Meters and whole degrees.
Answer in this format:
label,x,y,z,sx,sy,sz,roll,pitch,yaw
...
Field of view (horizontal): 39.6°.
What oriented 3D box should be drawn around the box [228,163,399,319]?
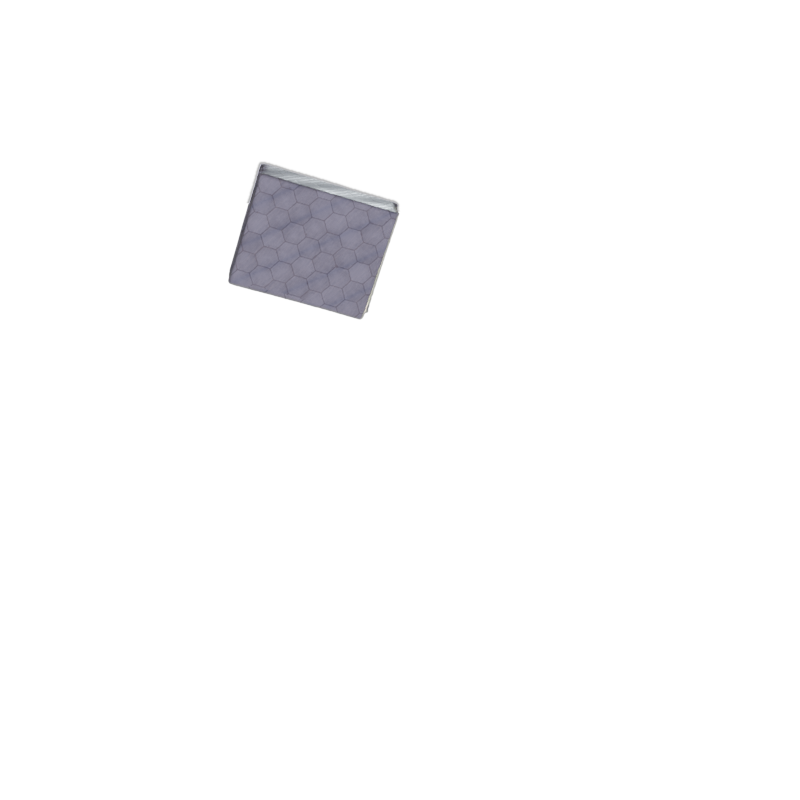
label,x,y,z,sx,sy,sz,roll,pitch,yaw
box,-0.053,-0.097,0.679,0.088,0.071,0.032,16,20,-6
